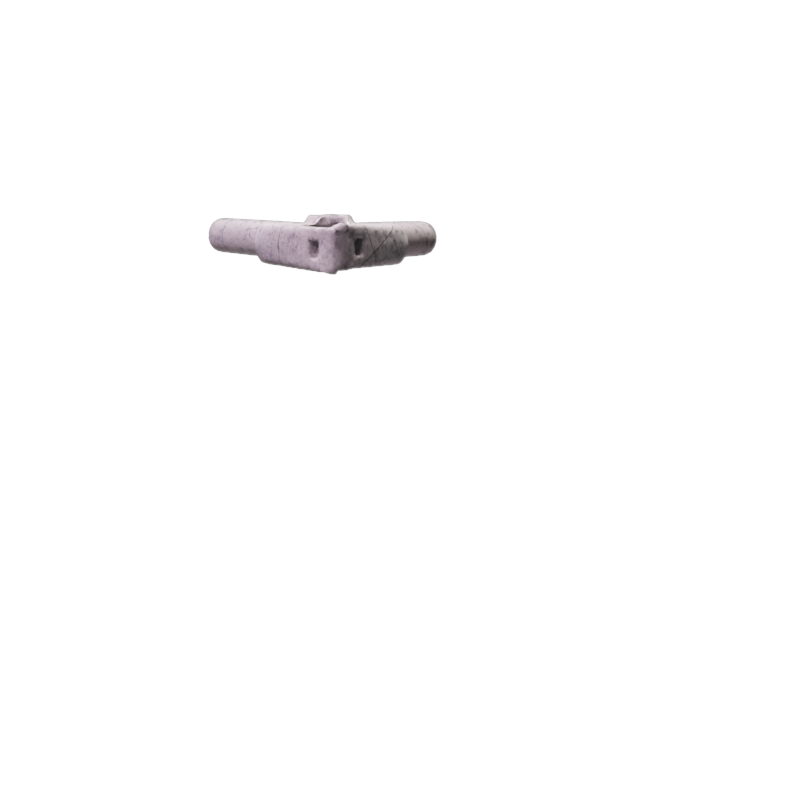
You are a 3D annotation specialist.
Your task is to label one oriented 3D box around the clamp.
[{"bbox_3d":[-0.057,-0.103,0.724,0.165,0.036,0.212,0,10,2],"label":"clamp"}]
